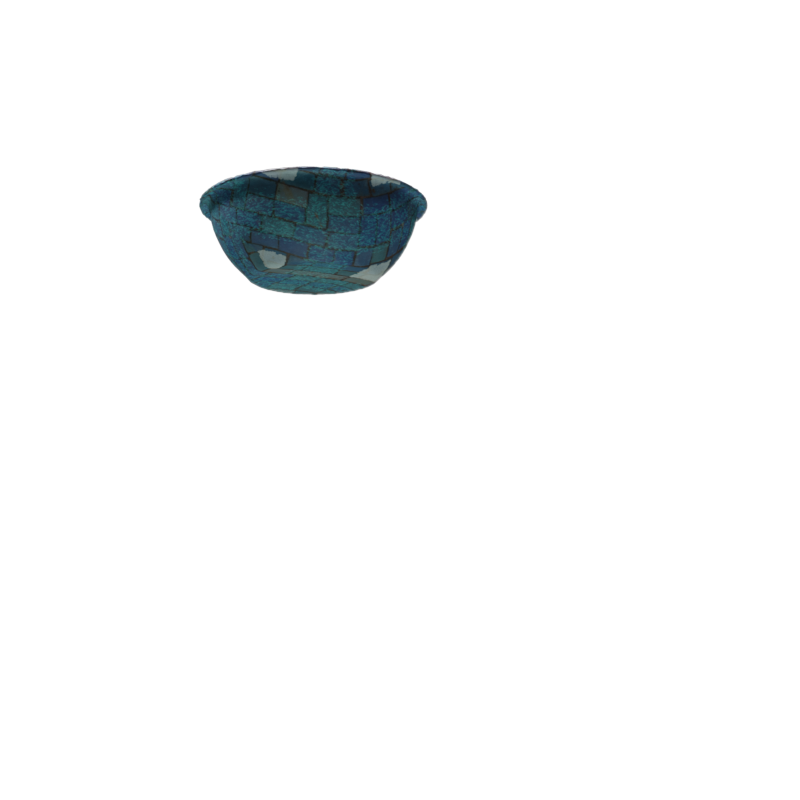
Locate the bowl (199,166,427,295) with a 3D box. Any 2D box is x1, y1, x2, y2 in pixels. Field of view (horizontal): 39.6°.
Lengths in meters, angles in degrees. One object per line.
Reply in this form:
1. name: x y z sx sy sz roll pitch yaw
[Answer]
1. bowl: -0.061 -0.111 0.777 0.162 0.057 0.157 0 -10 -2
